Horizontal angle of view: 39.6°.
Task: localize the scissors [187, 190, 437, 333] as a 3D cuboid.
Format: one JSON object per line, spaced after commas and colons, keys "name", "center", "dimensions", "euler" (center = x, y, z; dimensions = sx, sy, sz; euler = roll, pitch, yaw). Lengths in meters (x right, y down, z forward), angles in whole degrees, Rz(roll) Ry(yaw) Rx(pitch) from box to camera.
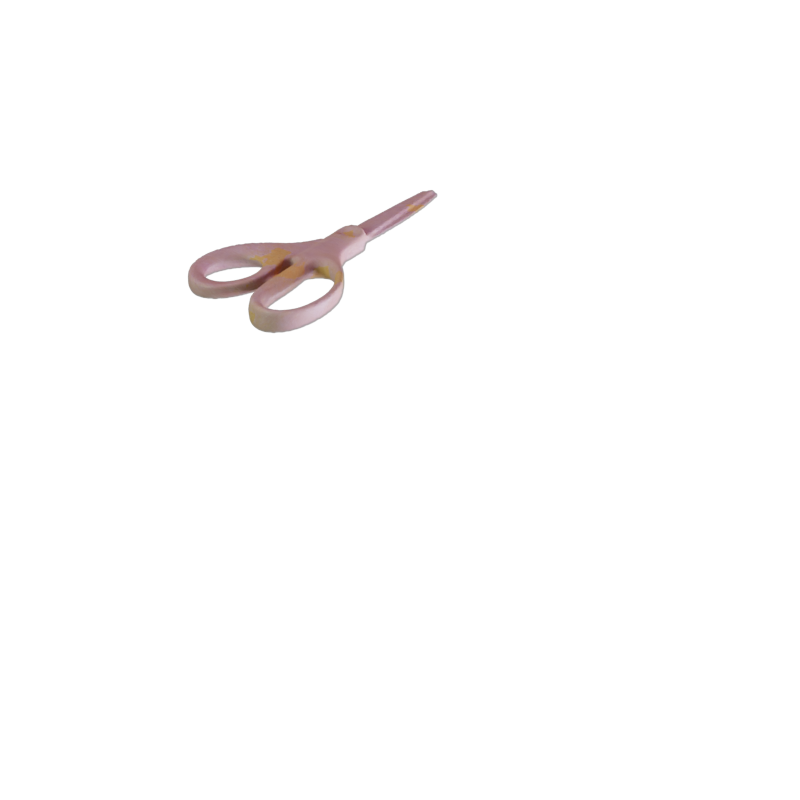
{"name": "scissors", "center": [-0.051, -0.093, 0.652], "dimensions": [0.099, 0.015, 0.208], "euler": [9, 32, 15]}
